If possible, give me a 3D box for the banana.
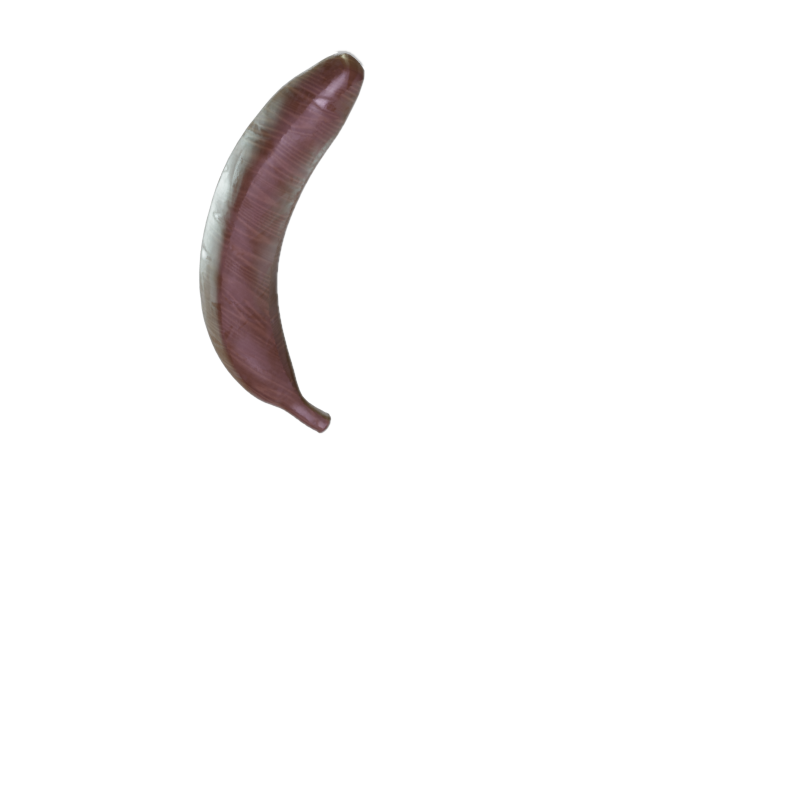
[{"bbox_3d":[-0.060,-0.072,0.522,0.069,0.186,0.039,5,32,-4],"label":"banana"}]
